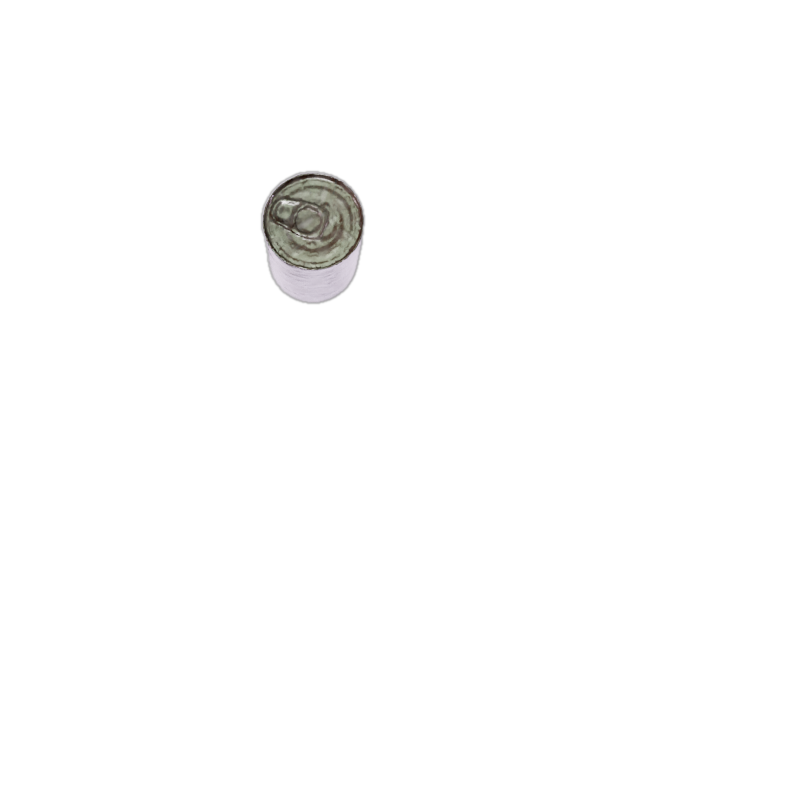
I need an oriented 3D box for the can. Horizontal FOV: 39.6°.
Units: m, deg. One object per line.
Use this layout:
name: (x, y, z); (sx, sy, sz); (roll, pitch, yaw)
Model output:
can: (-0.061, -0.112, 0.781); (0.068, 0.071, 0.099); (0, -11, -3)
